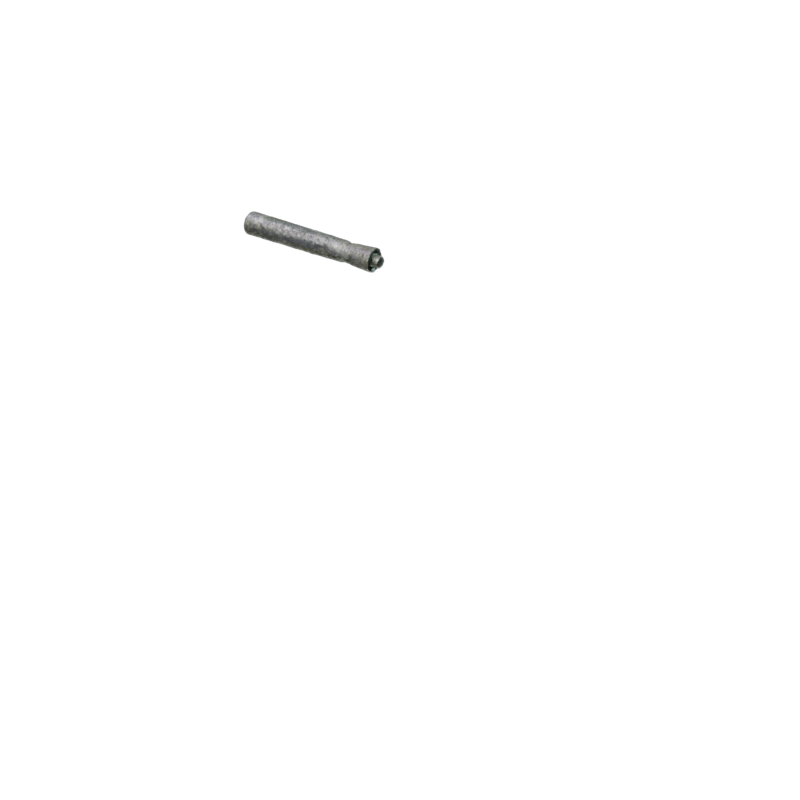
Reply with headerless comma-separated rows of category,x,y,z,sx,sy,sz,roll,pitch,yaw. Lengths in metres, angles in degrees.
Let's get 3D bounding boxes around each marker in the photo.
marker,-0.065,-0.118,0.829,0.128,0.019,0.019,21,14,31
